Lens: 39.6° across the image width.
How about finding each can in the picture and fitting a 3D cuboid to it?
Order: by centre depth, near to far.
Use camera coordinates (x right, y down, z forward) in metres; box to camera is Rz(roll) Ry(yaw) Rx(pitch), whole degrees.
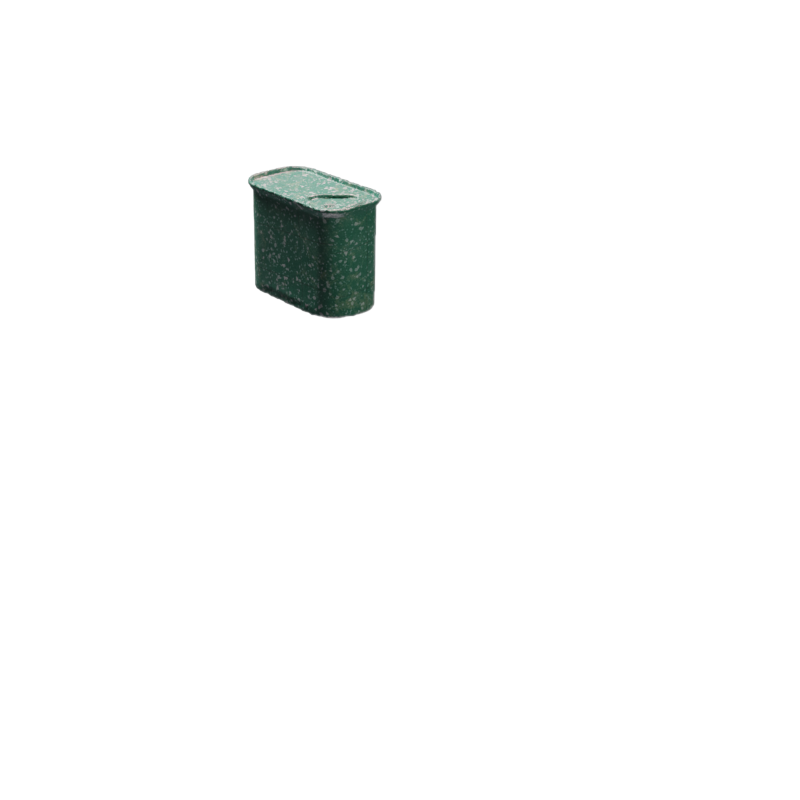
[{"bbox_3d":[-0.062,-0.113,0.793,0.057,0.080,0.109,-19,32,-38],"label":"can"}]
